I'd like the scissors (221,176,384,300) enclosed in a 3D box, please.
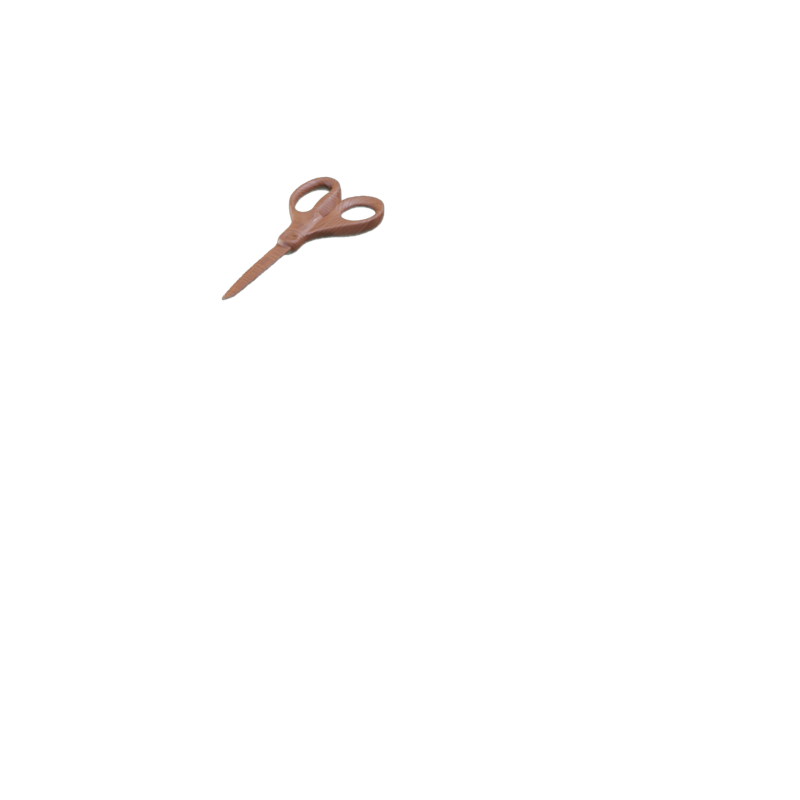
[{"bbox_3d":[-0.075,-0.136,0.952,0.098,0.015,0.212,8,39,10],"label":"scissors"}]
